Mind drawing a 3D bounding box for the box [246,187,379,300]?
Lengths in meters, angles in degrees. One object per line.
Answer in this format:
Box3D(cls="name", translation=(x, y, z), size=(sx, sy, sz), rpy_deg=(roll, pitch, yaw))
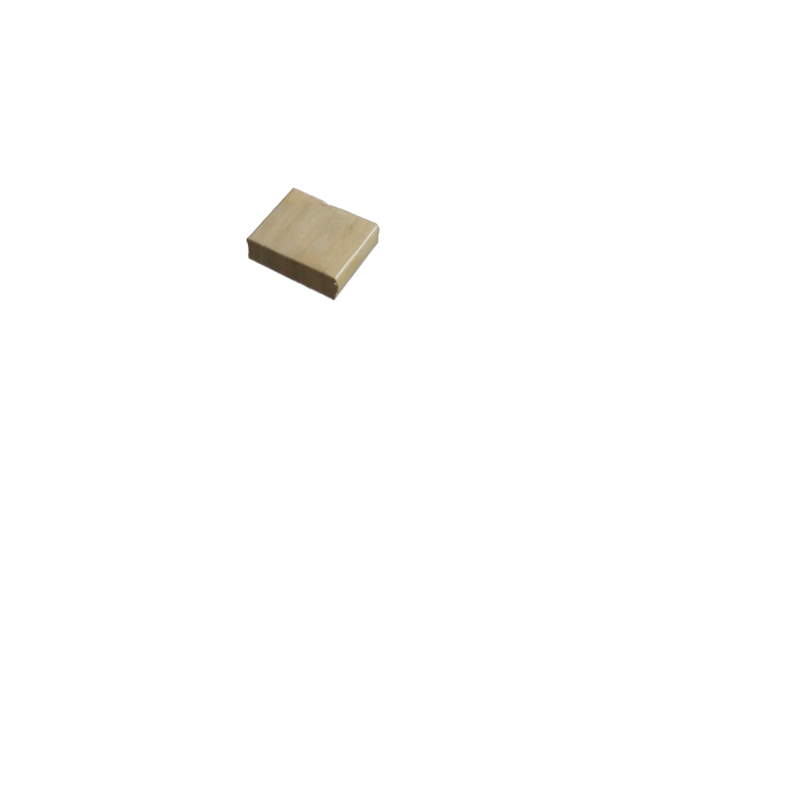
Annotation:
Box3D(cls="box", translation=(-0.073, -0.134, 0.938), size=(0.093, 0.075, 0.028), rpy_deg=(25, -35, 19))
